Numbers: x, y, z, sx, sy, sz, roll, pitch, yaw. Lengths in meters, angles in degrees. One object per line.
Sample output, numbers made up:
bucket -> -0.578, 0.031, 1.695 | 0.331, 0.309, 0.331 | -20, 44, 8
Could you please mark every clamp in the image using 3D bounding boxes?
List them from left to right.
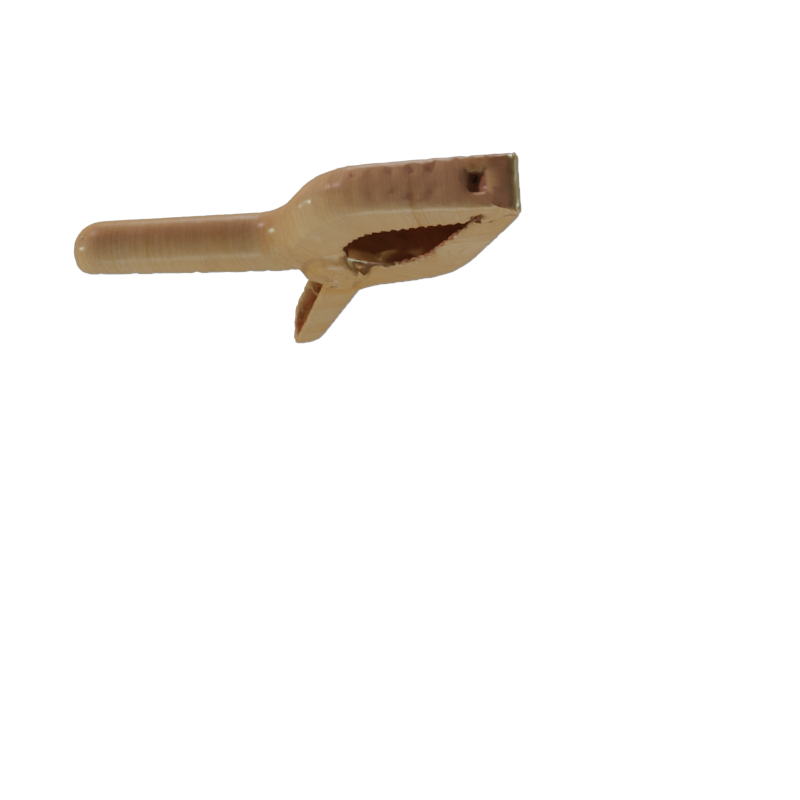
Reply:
clamp -> -0.041, -0.074, 0.520 | 0.156, 0.038, 0.212 | 13, -20, -41
